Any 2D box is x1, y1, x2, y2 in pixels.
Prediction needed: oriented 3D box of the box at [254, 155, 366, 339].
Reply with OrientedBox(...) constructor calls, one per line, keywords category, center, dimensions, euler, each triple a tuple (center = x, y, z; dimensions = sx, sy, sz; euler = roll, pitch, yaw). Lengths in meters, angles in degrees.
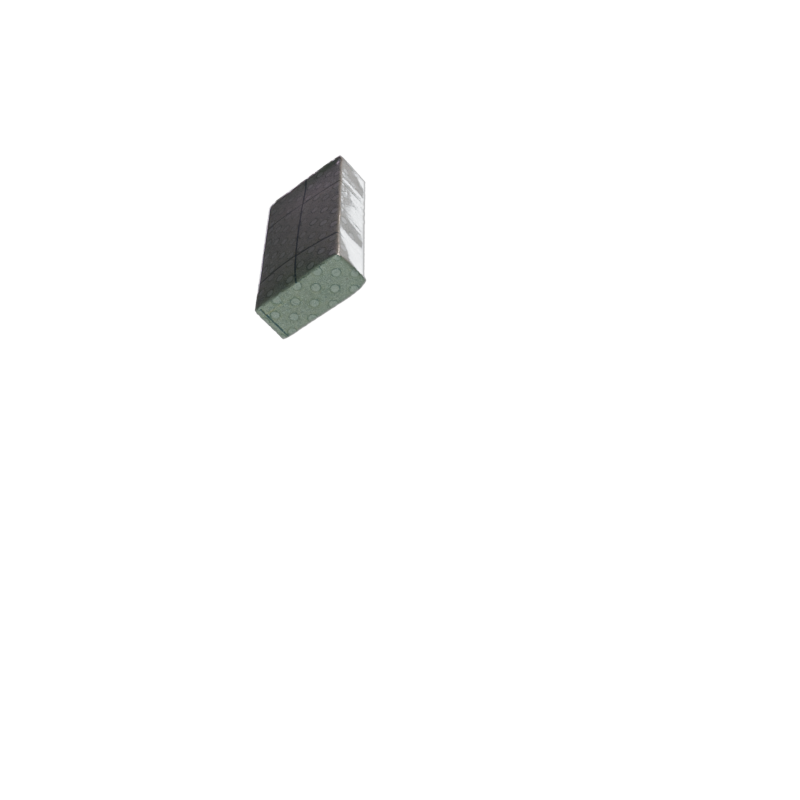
OrientedBox(category="box", center=(-0.078, -0.141, 0.986), dimensions=(0.093, 0.189, 0.045), euler=(-32, -56, 20))
